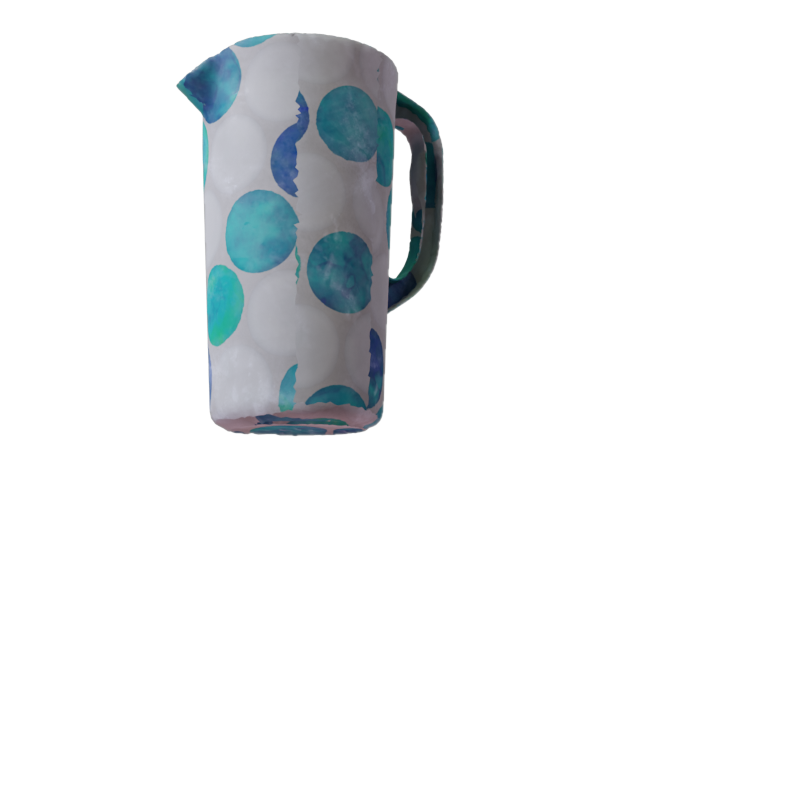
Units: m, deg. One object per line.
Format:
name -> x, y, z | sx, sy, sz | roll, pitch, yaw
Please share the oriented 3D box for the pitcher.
pitcher -> -0.056, -0.103, 0.719 | 0.152, 0.251, 0.138 | -4, -13, 17
